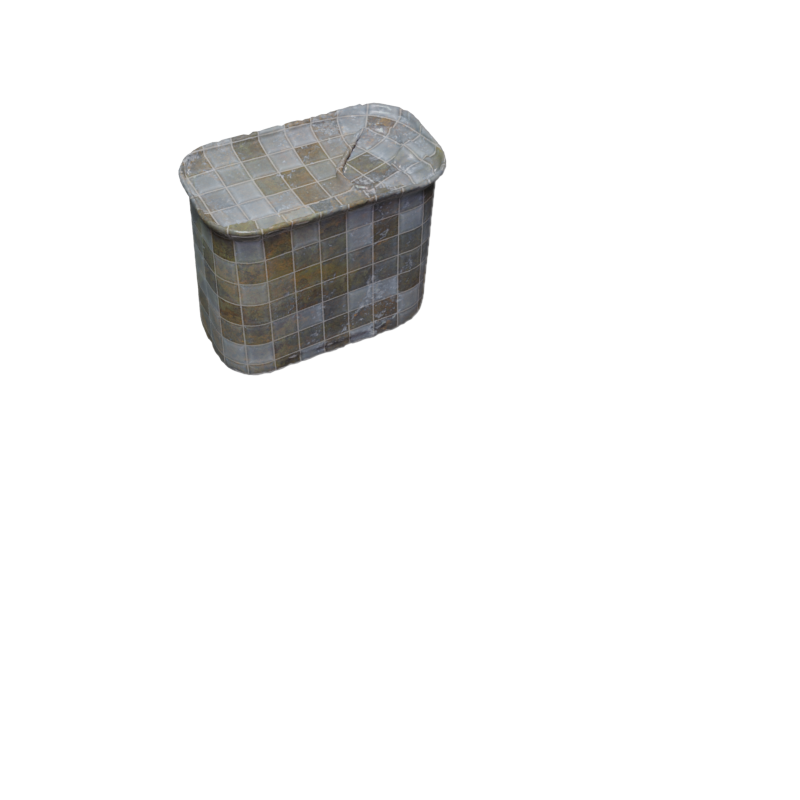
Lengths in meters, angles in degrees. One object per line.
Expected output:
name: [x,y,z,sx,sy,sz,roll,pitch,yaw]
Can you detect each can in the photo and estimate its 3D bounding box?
can: [-0.036,-0.065,0.458,0.101,0.078,0.062,-19,50,-19]
